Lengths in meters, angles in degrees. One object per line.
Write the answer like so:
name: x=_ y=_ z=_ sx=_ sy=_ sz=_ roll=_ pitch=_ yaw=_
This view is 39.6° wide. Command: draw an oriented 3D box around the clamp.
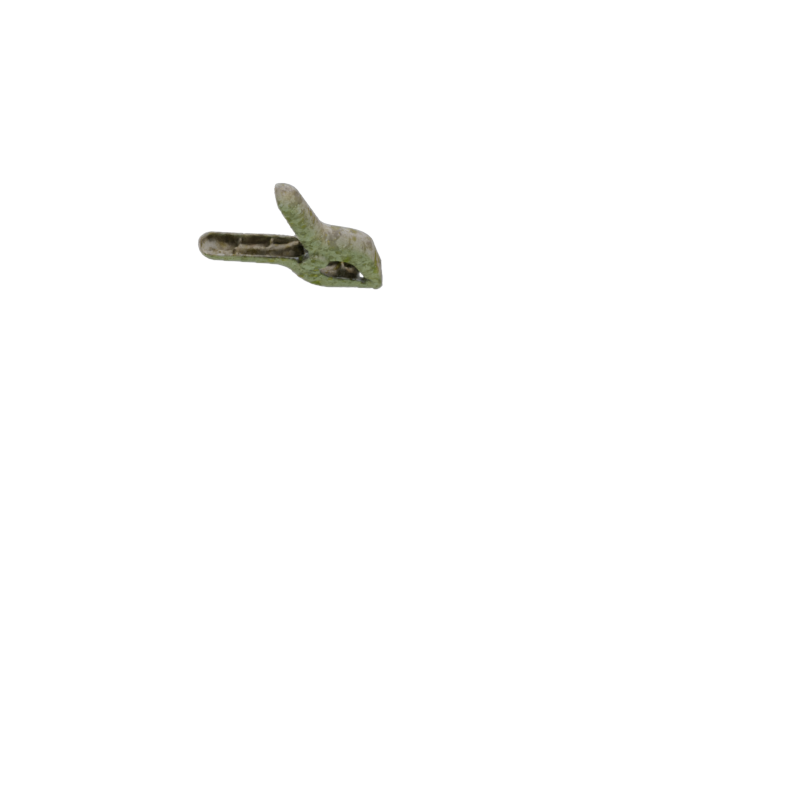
clamp: x=-0.075 y=-0.137 z=0.961 sx=0.164 sy=0.041 sz=0.120 roll=10 pitch=-20 yaw=-31
